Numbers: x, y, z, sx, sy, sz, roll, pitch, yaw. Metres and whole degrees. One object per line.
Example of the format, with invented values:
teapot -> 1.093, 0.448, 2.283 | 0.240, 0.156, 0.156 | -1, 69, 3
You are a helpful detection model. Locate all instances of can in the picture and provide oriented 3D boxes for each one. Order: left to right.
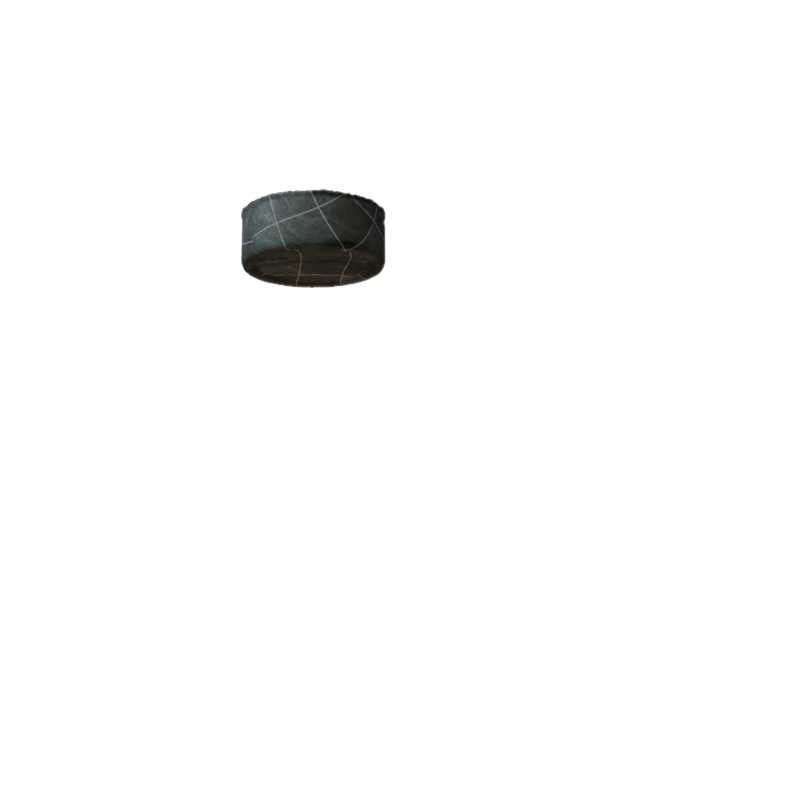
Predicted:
can -> -0.051, -0.093, 0.651 | 0.086, 0.035, 0.083 | 0, -12, -2
